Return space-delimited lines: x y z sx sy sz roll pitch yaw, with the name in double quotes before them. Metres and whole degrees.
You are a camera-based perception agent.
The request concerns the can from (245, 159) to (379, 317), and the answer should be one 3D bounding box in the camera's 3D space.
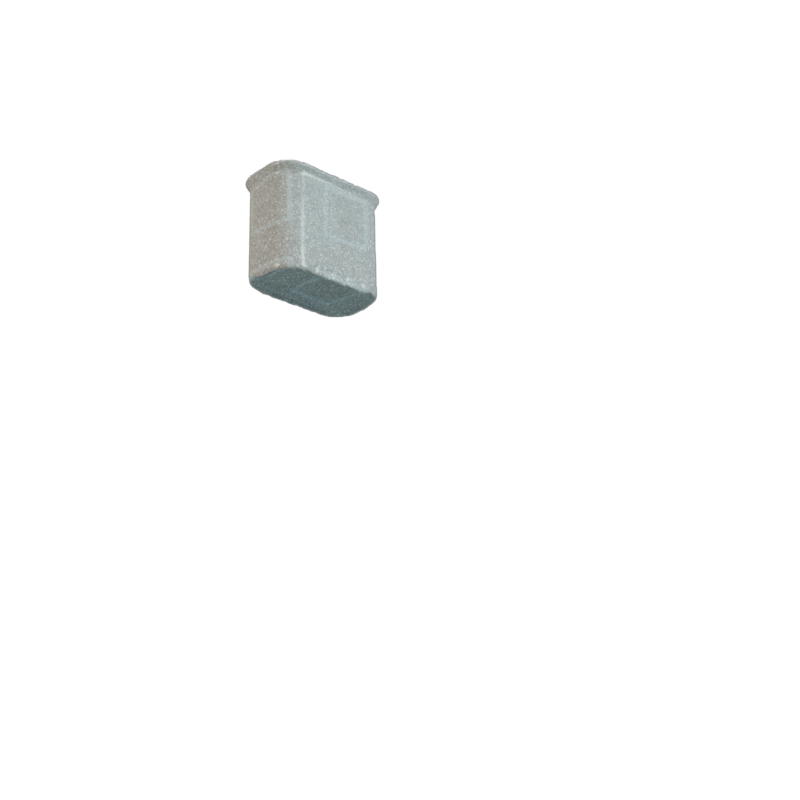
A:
"can" -0.063 -0.115 0.803 0.096 0.089 0.058 19 -31 -39
